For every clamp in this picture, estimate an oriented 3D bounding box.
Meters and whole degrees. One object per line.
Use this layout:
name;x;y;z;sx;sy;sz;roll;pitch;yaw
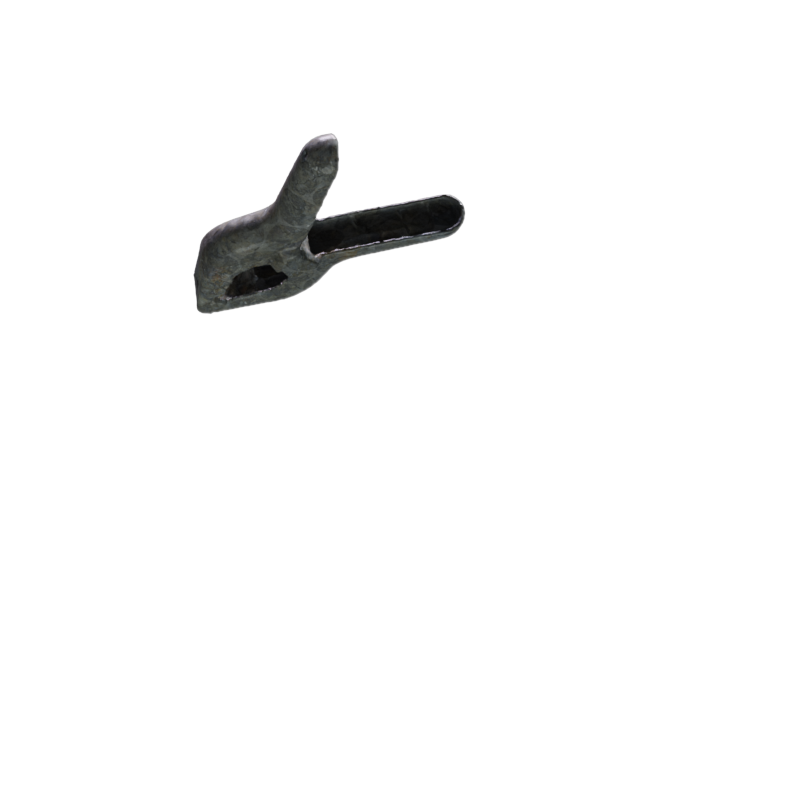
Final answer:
clamp;-0.050;-0.092;0.643;0.113;0.042;0.171;19;-31;-36
